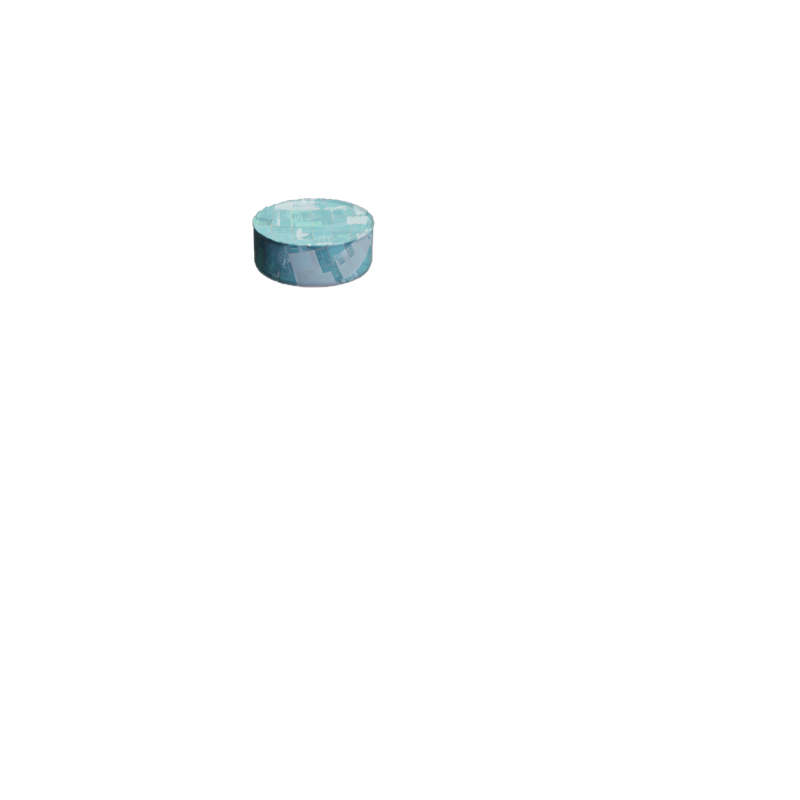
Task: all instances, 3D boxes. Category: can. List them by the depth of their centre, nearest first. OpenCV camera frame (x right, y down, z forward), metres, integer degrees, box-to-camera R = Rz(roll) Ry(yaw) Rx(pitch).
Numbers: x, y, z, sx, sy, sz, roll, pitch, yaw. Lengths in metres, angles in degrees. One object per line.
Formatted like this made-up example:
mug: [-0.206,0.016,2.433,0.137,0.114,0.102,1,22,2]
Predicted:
can: [-0.061,-0.112,0.783,0.086,0.032,0.091,-1,30,-2]
